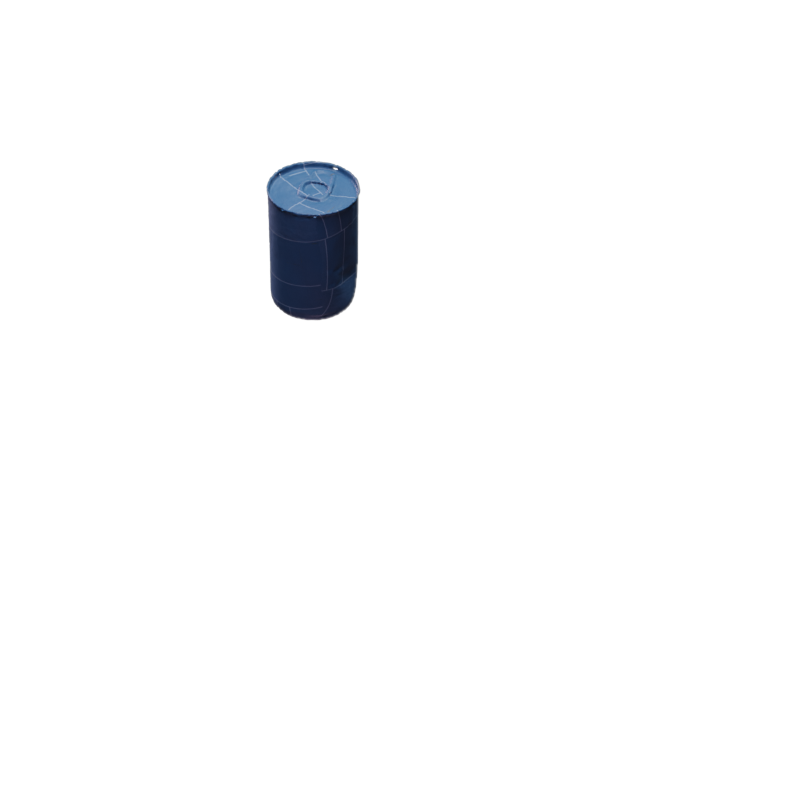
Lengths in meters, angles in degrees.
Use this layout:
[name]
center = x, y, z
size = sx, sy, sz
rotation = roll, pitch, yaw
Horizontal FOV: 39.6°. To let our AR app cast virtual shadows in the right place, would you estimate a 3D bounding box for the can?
[can]
center = -0.065, -0.119, 0.834
size = 0.068, 0.095, 0.073
rotation = 0, 42, -3
